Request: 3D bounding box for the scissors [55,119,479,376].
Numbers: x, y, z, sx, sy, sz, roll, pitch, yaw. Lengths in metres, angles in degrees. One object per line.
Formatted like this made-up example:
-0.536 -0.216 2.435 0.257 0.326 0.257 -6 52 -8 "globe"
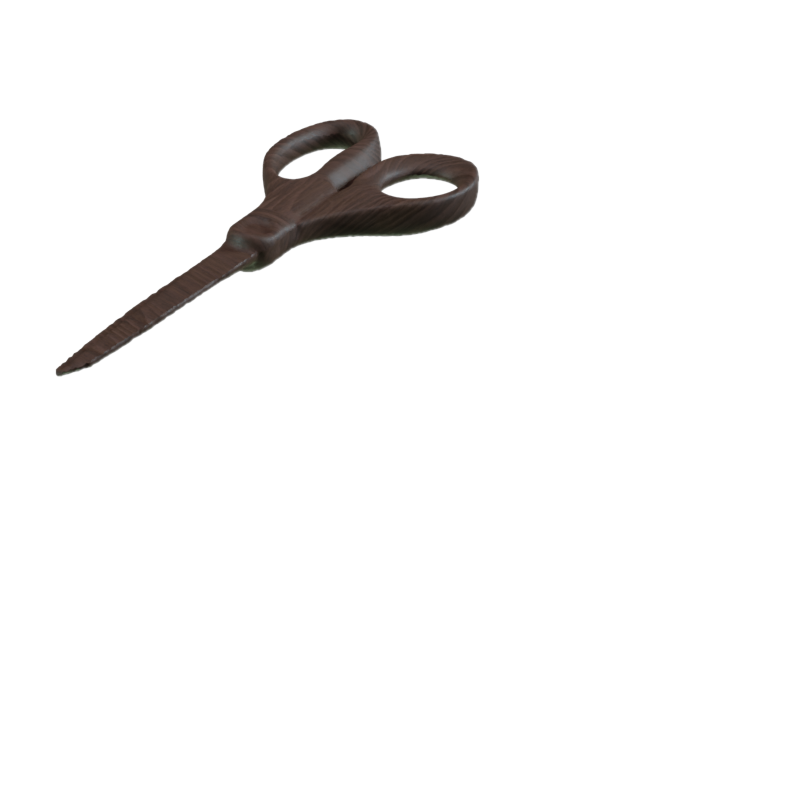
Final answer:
-0.031 -0.056 0.395 0.098 0.015 0.210 8 35 12 "scissors"
